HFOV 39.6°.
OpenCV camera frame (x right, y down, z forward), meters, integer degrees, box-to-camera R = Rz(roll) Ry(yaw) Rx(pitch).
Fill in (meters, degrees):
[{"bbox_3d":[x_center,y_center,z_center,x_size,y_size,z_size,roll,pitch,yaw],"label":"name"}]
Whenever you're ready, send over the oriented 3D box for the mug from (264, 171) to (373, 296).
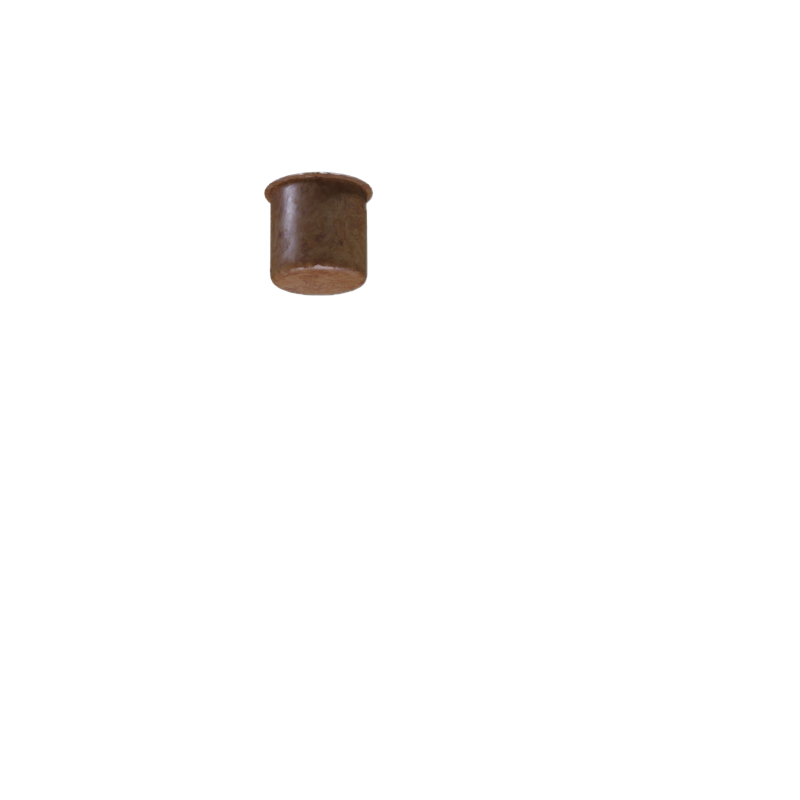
[{"bbox_3d":[-0.074,-0.135,0.943,0.090,0.085,0.117,7,-16,-24],"label":"mug"}]
